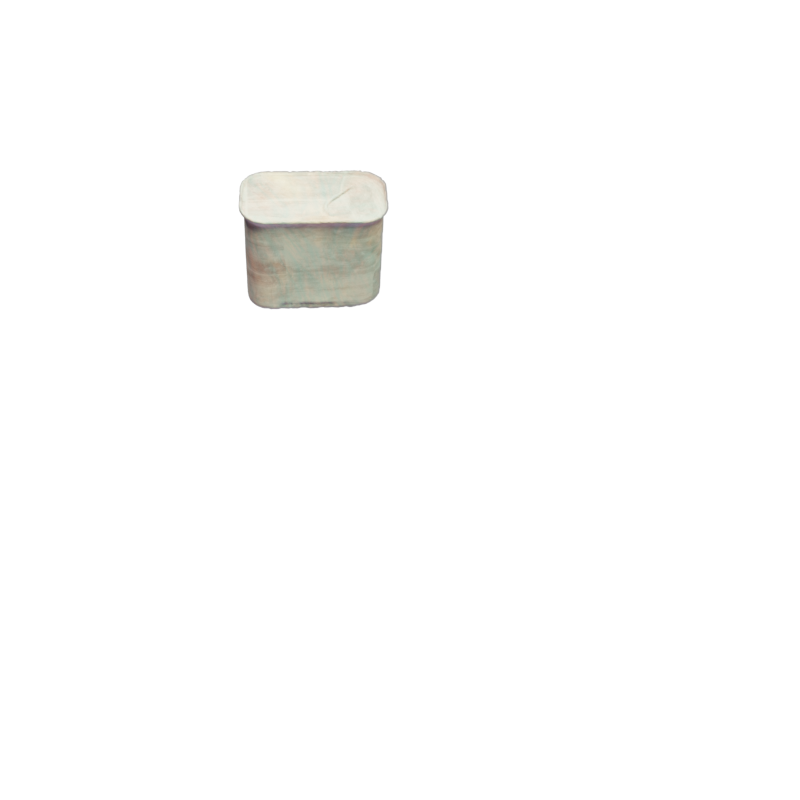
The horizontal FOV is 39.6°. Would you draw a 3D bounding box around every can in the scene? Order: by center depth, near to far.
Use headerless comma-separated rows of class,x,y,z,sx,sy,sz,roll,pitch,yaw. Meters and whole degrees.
can,-0.061,-0.112,0.785,0.102,0.078,0.062,-1,44,-2
